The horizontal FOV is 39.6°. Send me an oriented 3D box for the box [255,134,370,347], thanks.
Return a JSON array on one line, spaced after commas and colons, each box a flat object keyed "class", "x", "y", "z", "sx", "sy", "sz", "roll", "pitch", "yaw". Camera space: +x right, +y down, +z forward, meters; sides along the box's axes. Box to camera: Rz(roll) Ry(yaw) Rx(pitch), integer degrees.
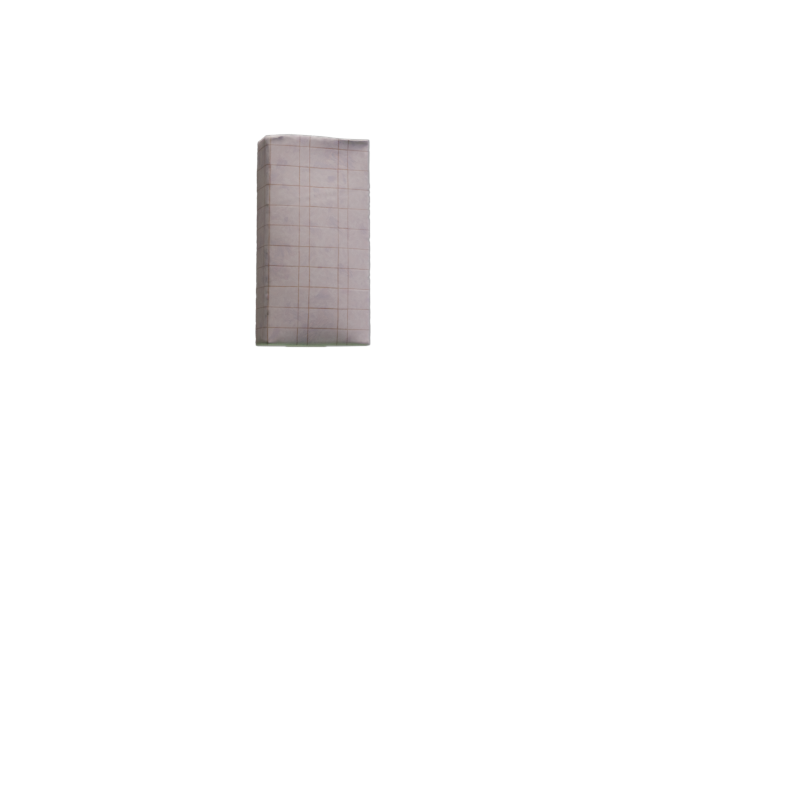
[{"class": "box", "x": -0.073, "y": -0.133, "z": 0.934, "sx": 0.091, "sy": 0.178, "sz": 0.049, "roll": 1, "pitch": -4, "yaw": -17}]
